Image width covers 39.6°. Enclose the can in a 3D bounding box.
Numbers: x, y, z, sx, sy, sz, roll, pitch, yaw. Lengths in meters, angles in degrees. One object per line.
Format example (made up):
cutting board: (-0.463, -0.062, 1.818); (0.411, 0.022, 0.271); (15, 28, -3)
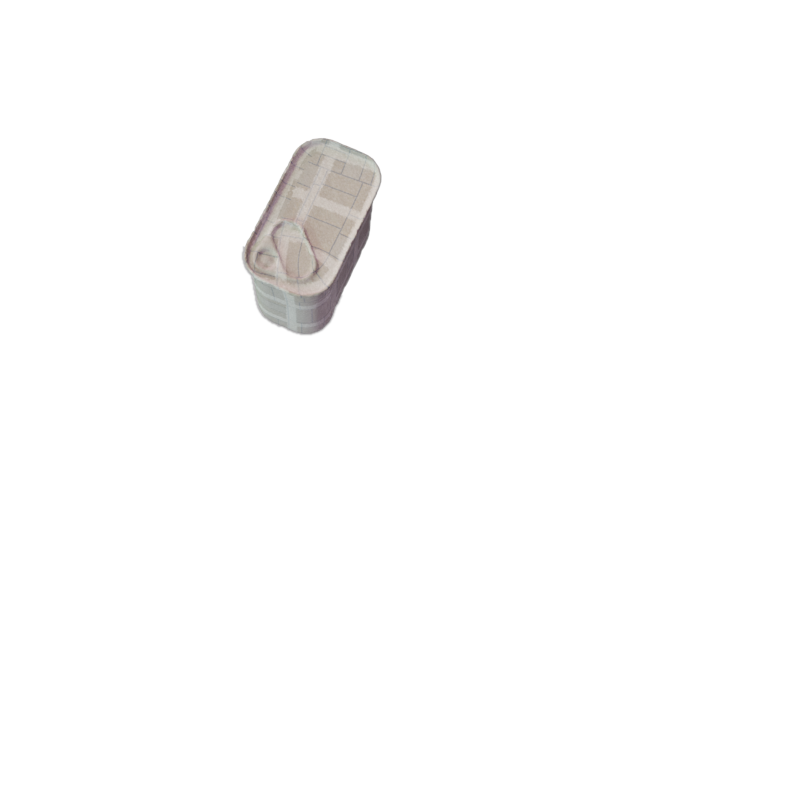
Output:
can: (-0.055, -0.100, 0.698); (0.058, 0.105, 0.080); (23, -18, 4)
